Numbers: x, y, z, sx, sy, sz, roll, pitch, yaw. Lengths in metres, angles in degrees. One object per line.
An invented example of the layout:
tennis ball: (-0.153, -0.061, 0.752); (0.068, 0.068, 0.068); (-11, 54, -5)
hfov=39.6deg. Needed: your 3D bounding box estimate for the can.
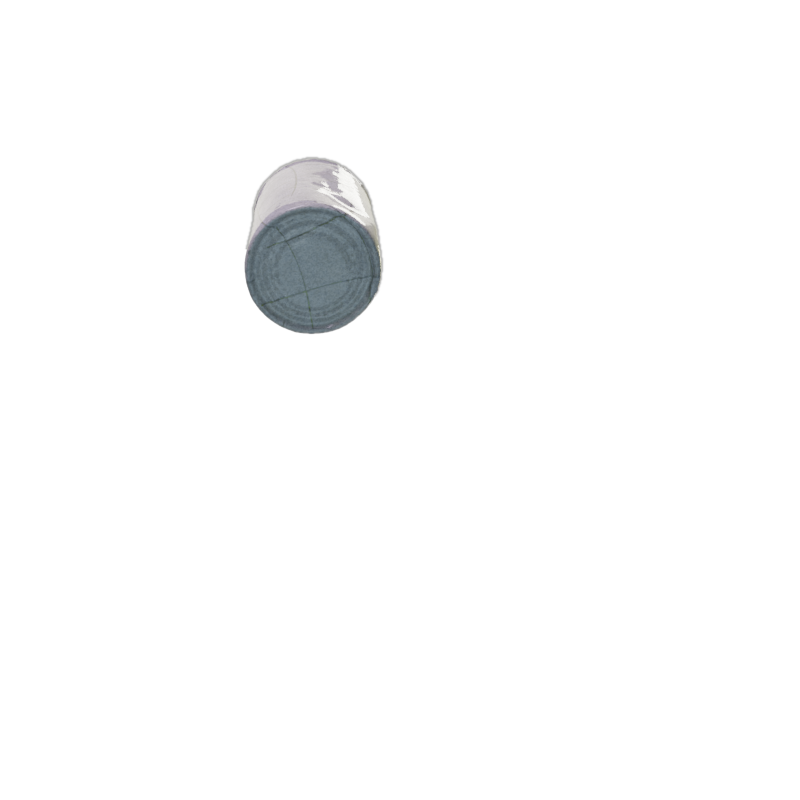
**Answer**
can: (-0.045, -0.083, 0.579); (0.068, 0.066, 0.107); (0, 22, -3)
